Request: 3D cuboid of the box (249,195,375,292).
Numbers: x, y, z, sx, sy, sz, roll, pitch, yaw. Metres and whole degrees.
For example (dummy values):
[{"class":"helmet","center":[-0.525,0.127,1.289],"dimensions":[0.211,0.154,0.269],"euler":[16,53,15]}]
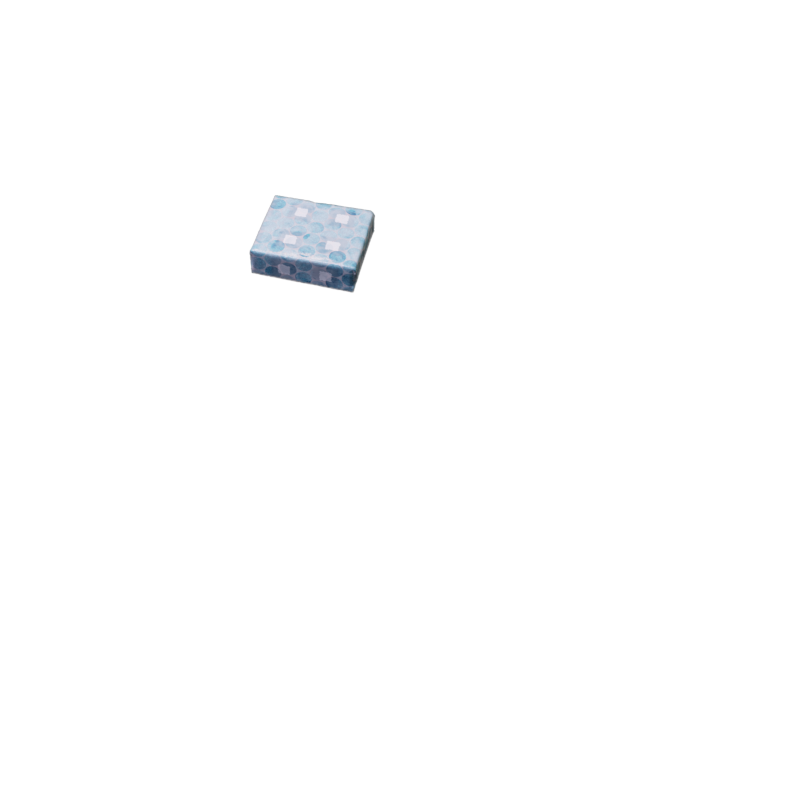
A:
[{"class":"box","center":[-0.071,-0.131,0.915],"dimensions":[0.091,0.077,0.028],"euler":[10,-43,9]}]
